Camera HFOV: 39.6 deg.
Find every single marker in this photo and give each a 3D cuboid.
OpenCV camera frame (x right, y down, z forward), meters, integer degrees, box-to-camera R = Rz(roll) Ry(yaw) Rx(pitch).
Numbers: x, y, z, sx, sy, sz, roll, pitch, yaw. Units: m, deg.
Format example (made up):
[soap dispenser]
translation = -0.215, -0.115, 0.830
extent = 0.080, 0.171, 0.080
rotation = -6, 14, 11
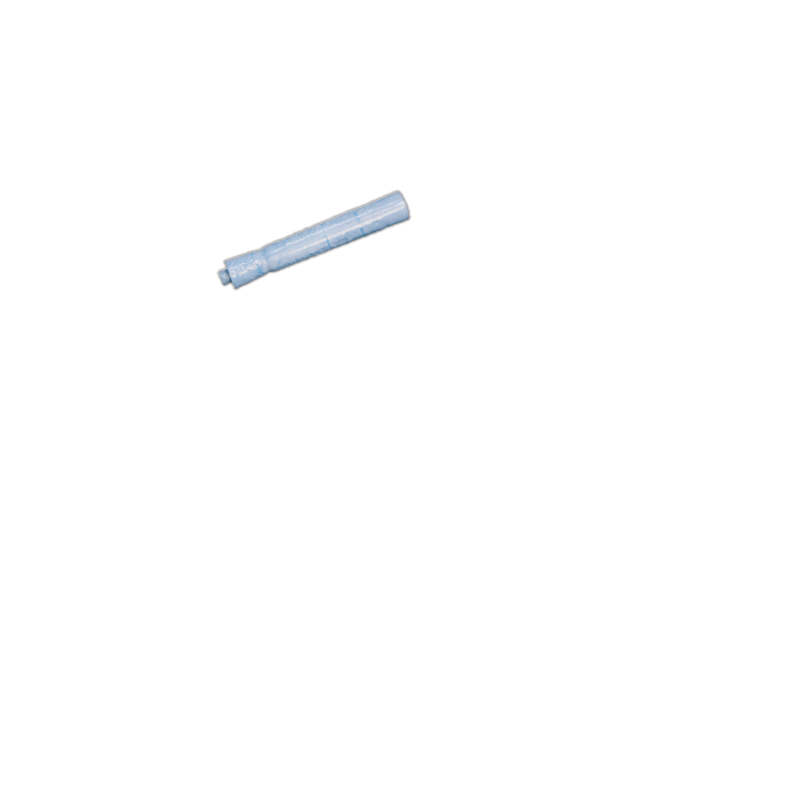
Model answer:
[marker]
translation = -0.053, -0.096, 0.675
extent = 0.121, 0.020, 0.020
rotation = -22, 6, -4
